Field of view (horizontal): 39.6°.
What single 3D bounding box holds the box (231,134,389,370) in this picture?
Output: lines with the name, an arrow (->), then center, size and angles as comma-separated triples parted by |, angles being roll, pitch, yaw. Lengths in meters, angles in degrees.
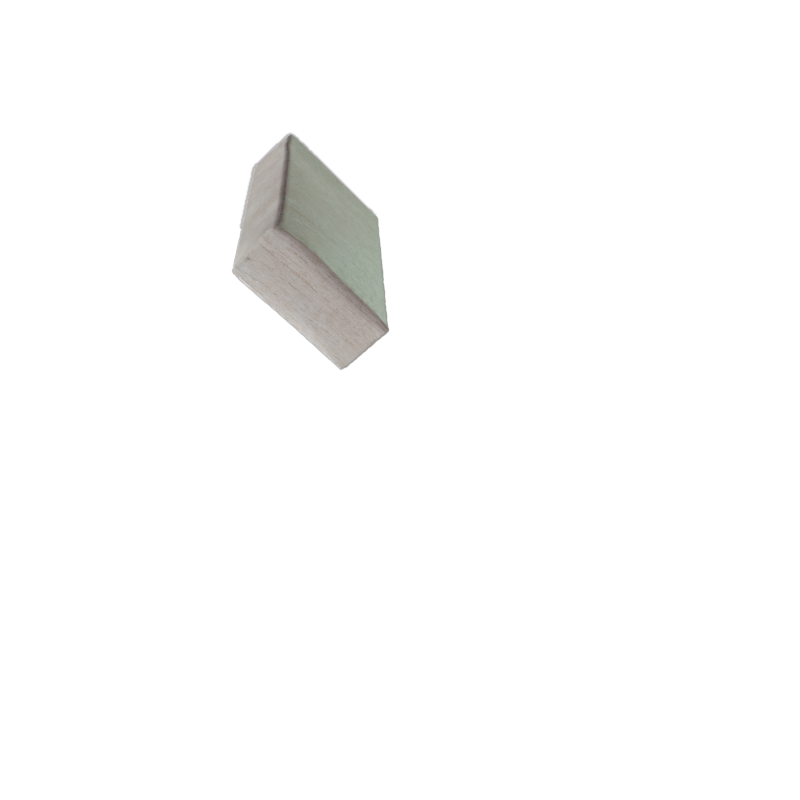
box -> -0.056, -0.101, 0.709 | 0.089, 0.048, 0.186 | 42, 17, -21
